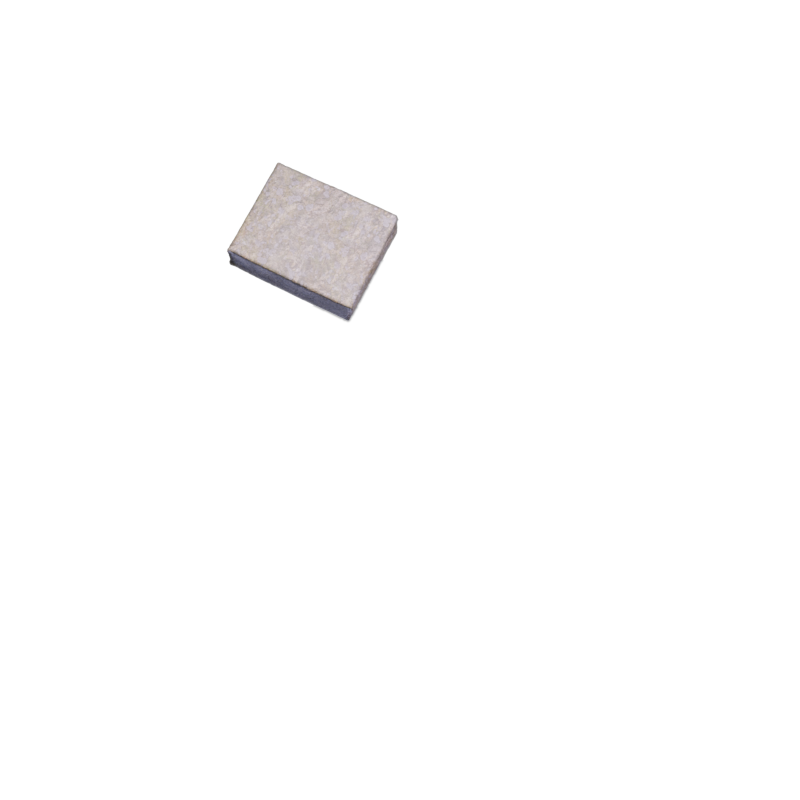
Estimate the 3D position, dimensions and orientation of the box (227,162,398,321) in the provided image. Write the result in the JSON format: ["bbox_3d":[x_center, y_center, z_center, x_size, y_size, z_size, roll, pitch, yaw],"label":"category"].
[{"bbox_3d":[-0.070,-0.129,0.901,0.116,0.093,0.037,24,-22,10],"label":"box"}]
